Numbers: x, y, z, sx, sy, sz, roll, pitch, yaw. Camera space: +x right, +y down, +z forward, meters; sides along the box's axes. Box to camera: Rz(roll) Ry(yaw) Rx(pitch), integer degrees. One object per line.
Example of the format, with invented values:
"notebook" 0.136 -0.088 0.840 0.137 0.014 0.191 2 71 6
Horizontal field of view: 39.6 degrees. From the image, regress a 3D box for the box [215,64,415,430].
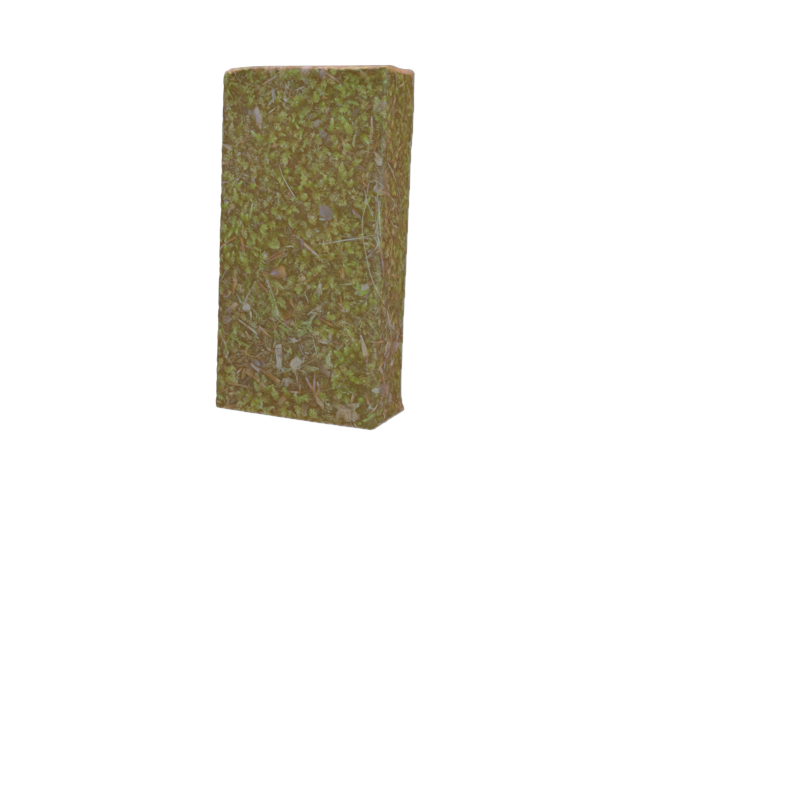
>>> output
"box" -0.044 -0.080 0.562 0.096 0.173 0.047 4 8 24
